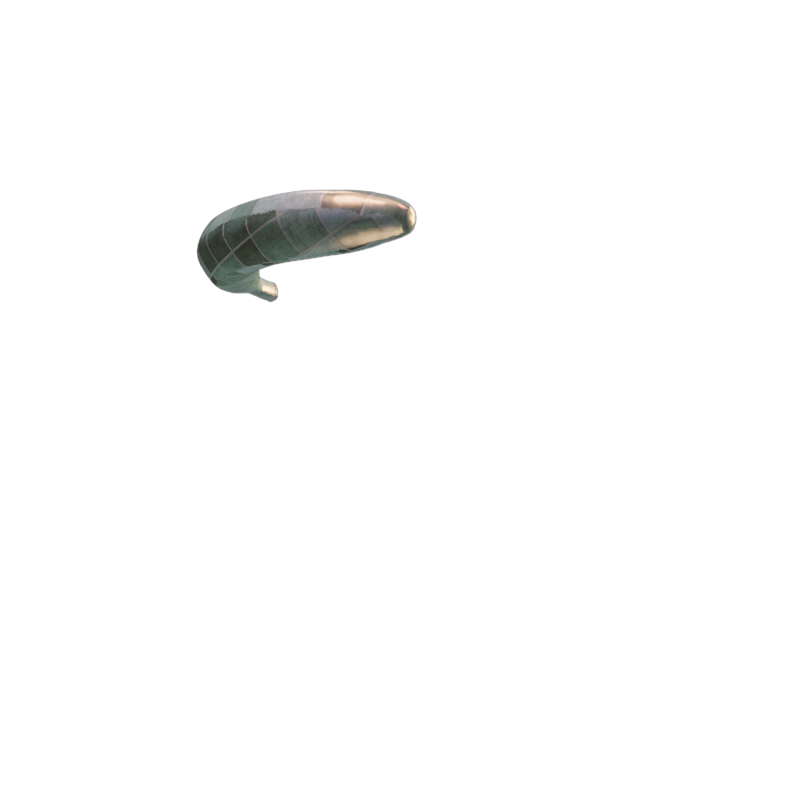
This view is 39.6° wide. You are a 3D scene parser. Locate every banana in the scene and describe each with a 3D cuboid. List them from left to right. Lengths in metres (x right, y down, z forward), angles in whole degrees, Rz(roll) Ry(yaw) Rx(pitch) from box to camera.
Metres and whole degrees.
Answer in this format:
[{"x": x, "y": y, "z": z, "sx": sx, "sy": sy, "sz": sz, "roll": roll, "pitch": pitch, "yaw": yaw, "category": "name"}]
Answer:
[{"x": -0.065, "y": -0.084, "z": 0.587, "sx": 0.067, "sy": 0.037, "sz": 0.200, "roll": 2, "pitch": -4, "yaw": -26, "category": "banana"}]
